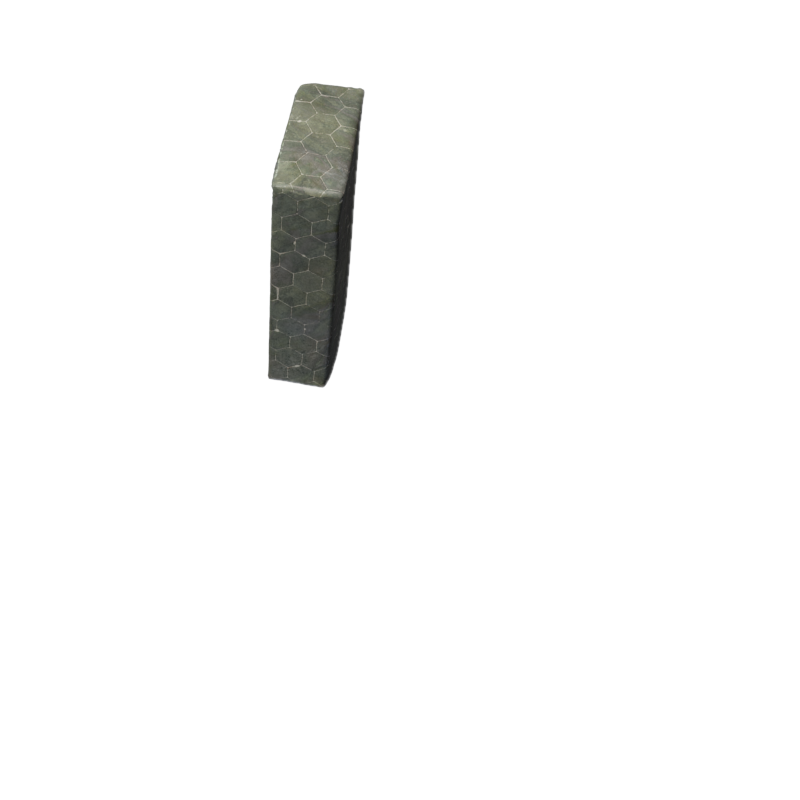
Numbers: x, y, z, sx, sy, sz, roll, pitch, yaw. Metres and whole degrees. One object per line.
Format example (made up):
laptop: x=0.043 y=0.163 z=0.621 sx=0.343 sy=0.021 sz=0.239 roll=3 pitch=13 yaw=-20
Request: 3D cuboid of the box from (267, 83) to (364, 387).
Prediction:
box: x=-0.053 y=-0.097 z=0.675 sx=0.048 sy=0.099 sz=0.164 roll=7 pitch=-39 yaw=2
